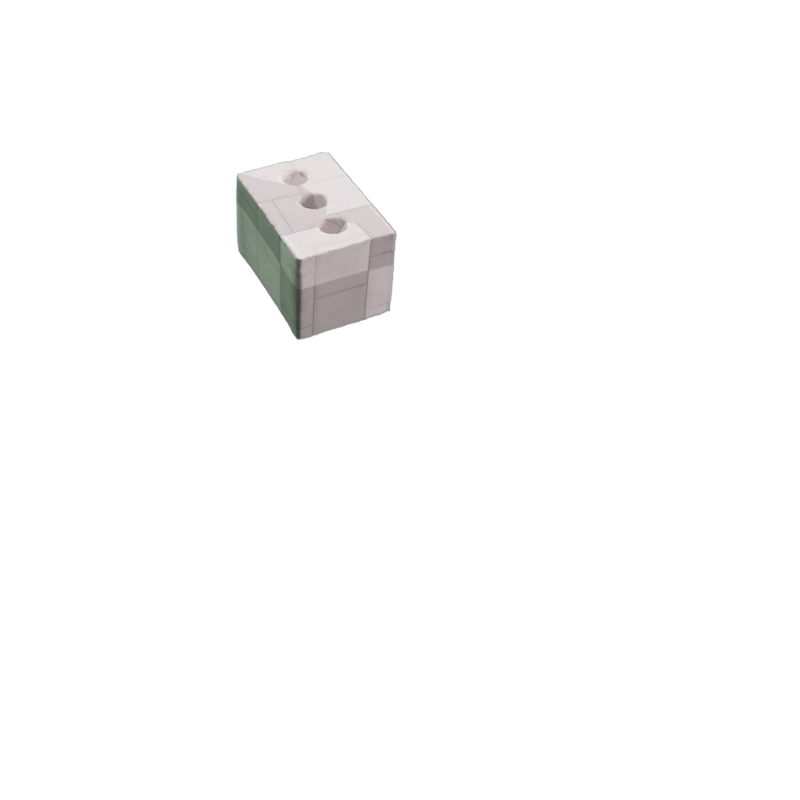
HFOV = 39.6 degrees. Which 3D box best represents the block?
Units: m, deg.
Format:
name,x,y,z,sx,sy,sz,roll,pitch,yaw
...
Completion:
name,x,y,z,sx,sy,sz,roll,pitch,yaw
block,-0.043,-0.078,0.545,0.052,0.048,0.084,-18,45,-21
